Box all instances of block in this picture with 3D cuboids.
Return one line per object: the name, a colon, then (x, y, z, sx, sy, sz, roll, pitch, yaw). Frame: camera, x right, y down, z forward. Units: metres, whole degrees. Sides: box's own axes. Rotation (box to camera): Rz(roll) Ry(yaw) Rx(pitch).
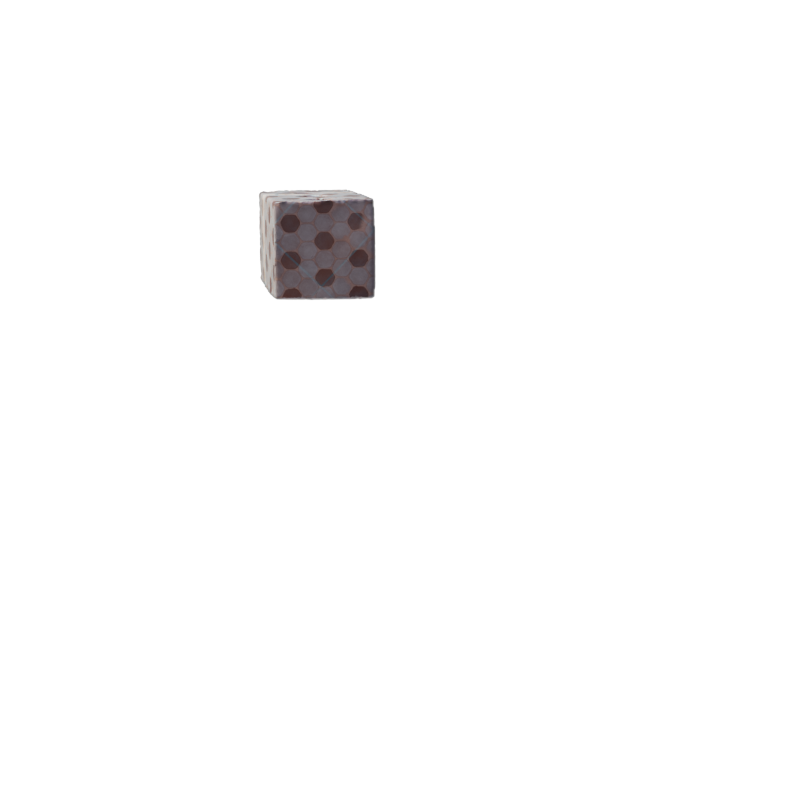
block: (-0.047, -0.085, 0.595, 0.052, 0.050, 0.081, -2, 12, -12)
